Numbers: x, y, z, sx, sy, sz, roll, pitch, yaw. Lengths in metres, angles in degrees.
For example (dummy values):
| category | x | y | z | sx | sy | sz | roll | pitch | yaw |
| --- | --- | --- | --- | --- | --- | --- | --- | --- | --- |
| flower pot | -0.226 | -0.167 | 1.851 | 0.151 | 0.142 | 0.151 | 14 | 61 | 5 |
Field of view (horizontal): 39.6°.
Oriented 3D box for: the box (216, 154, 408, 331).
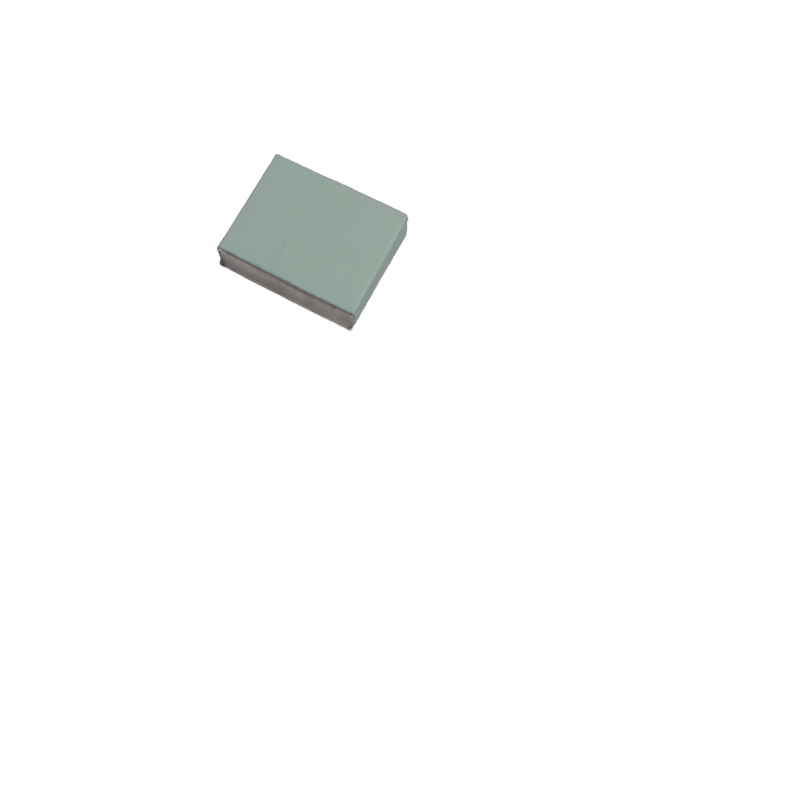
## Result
| category | x | y | z | sx | sy | sz | roll | pitch | yaw |
| --- | --- | --- | --- | --- | --- | --- | --- | --- | --- |
| box | -0.063 | -0.116 | 0.809 | 0.116 | 0.093 | 0.037 | 25 | -24 | 11 |
